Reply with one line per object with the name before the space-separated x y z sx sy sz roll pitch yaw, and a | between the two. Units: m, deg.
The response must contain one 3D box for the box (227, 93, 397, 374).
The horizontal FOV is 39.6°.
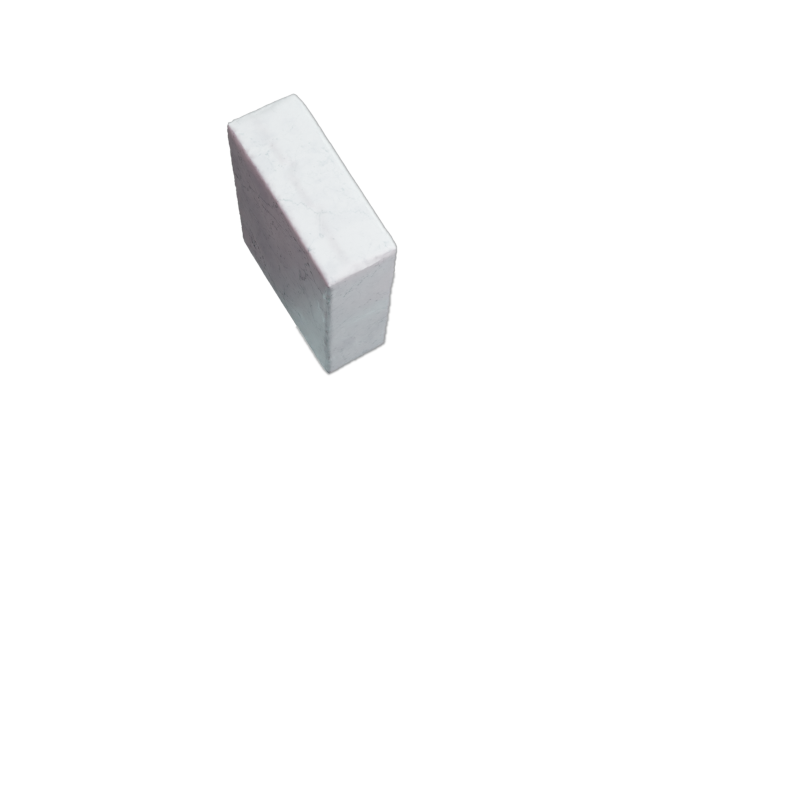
box | -0.074 -0.135 0.947 0.072 0.173 0.204 -28 -17 -13
